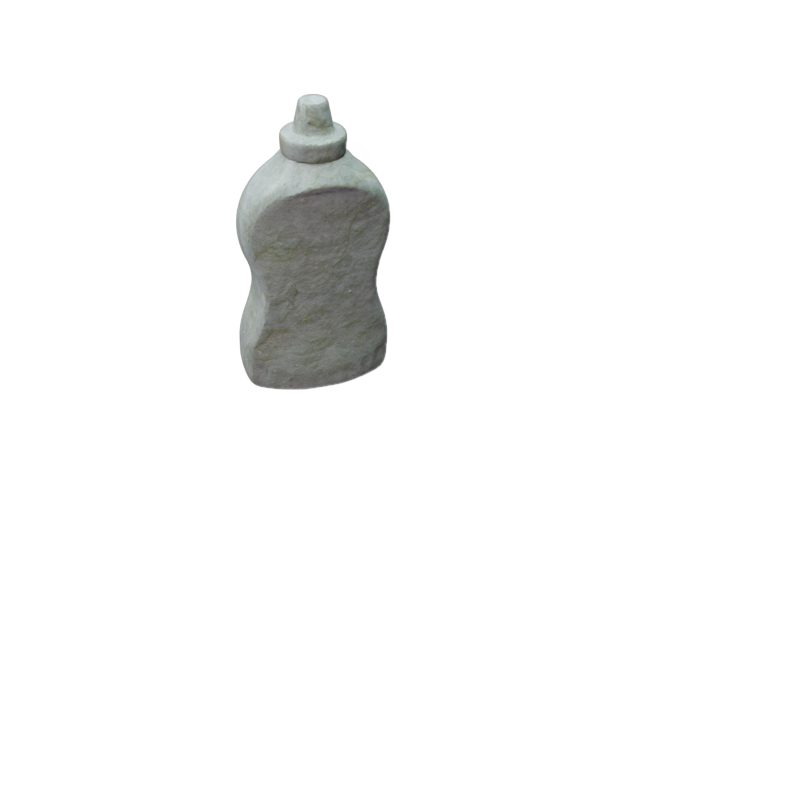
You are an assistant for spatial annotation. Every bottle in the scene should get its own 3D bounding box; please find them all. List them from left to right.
[{"bbox_3d":[-0.055,-0.100,0.699,0.095,0.180,0.063,-7,33,-14],"label":"bottle"}]
